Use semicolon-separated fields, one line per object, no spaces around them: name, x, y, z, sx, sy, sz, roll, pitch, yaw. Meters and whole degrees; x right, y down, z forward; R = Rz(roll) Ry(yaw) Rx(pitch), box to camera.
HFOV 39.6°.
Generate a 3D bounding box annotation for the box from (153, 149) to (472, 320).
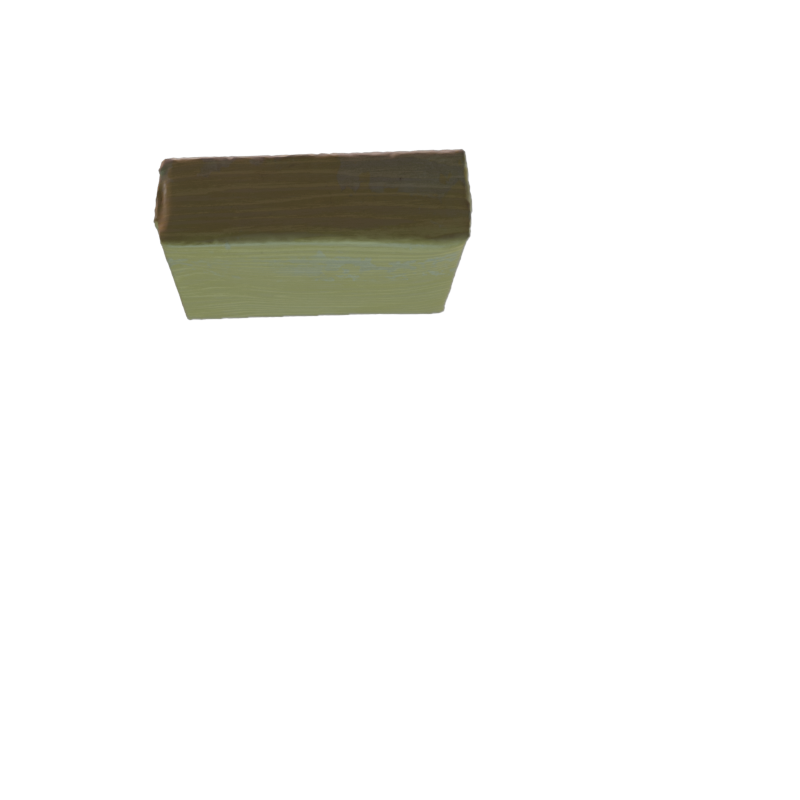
box;-0.034;-0.062;0.433;0.113;0.041;0.086;0;-14;-2
